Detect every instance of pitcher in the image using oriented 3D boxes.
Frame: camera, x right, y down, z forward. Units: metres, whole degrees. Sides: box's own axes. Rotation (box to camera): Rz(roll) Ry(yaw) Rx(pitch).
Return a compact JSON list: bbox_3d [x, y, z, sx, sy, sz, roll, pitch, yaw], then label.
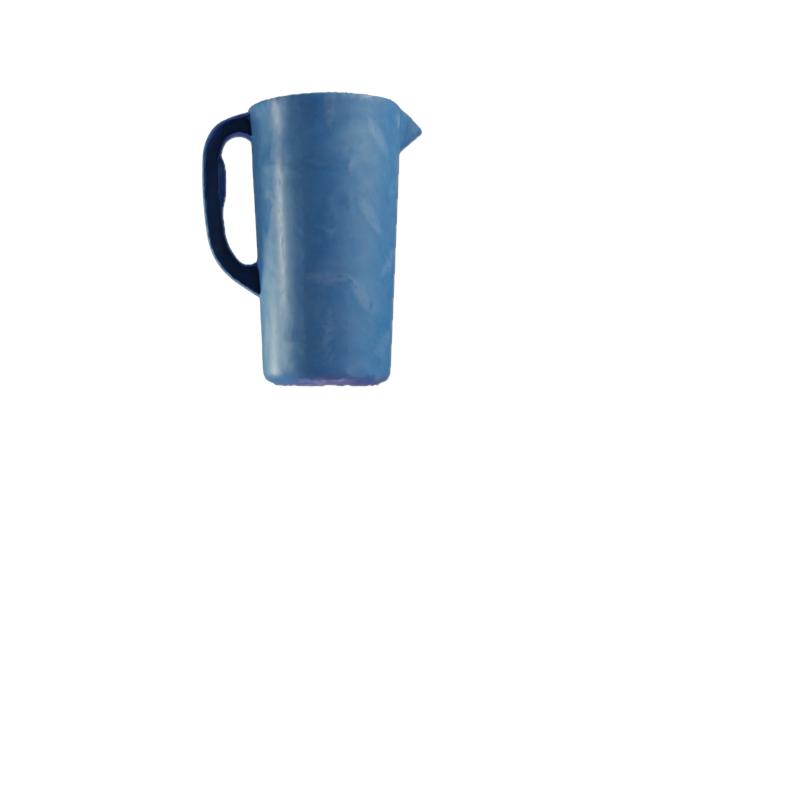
[{"bbox_3d":[-0.074,-0.135,0.945,0.154,0.246,0.138,-3,-5,37],"label":"pitcher"}]
